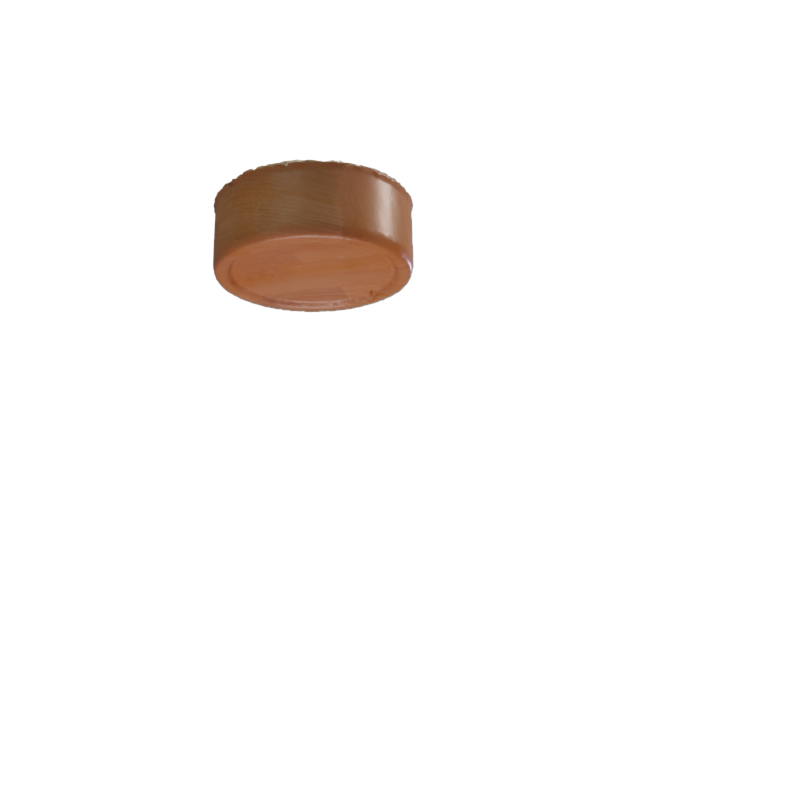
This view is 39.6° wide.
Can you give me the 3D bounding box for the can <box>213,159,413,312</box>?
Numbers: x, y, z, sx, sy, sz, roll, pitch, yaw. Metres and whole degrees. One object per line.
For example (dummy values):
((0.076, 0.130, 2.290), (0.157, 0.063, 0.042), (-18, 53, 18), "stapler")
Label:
((-0.037, -0.067, 0.472), (0.086, 0.035, 0.082), (0, -19, -2), "can")
